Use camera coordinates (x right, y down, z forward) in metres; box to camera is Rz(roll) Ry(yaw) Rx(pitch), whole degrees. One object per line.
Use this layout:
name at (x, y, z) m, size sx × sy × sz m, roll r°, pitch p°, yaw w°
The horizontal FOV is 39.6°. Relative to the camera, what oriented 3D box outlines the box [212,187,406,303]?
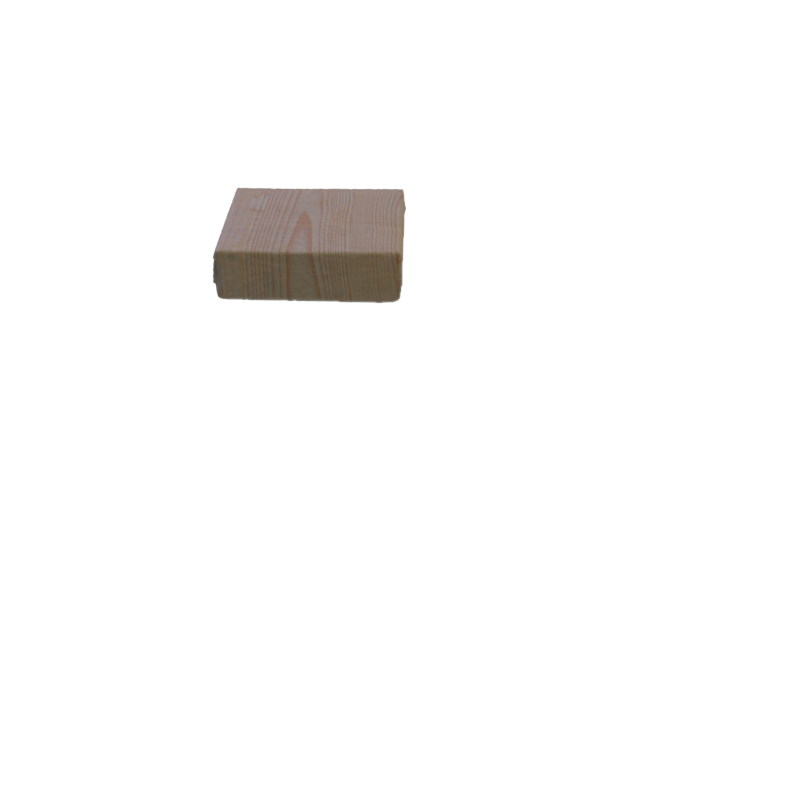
box at (-0.054, -0.098, 0.690) m, size 0.114 × 0.036 × 0.095 m, roll 2°, pitch 34°, yaw 3°
